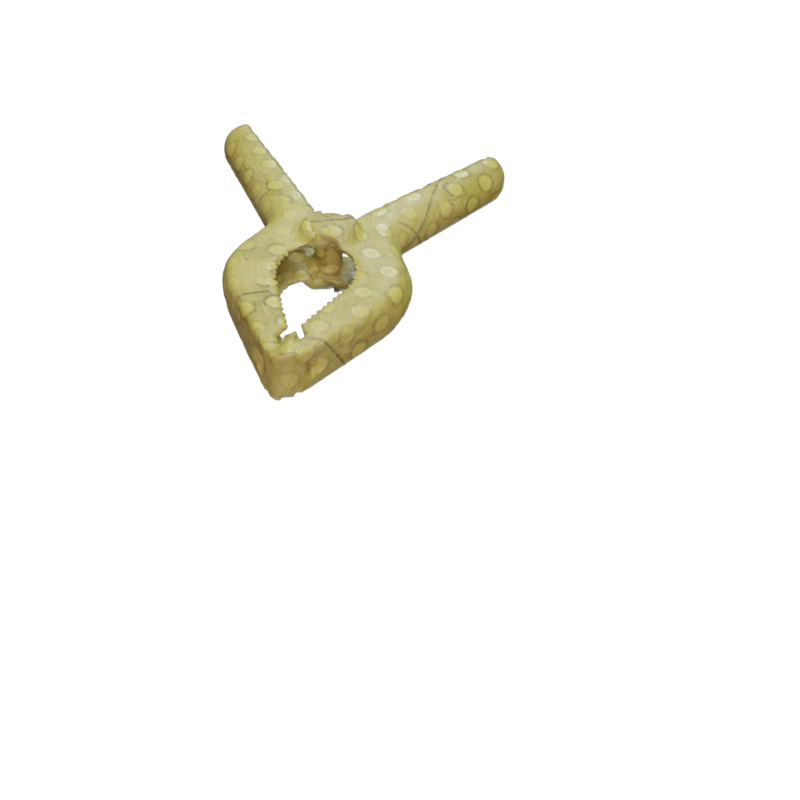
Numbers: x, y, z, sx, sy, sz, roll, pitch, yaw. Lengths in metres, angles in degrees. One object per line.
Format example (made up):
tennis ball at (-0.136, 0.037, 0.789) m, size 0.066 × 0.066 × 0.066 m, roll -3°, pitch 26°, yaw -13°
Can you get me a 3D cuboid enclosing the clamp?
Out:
clamp at (-0.046, -0.083, 0.584) m, size 0.169 × 0.034 × 0.219 m, roll 12°, pitch 42°, yaw 13°
